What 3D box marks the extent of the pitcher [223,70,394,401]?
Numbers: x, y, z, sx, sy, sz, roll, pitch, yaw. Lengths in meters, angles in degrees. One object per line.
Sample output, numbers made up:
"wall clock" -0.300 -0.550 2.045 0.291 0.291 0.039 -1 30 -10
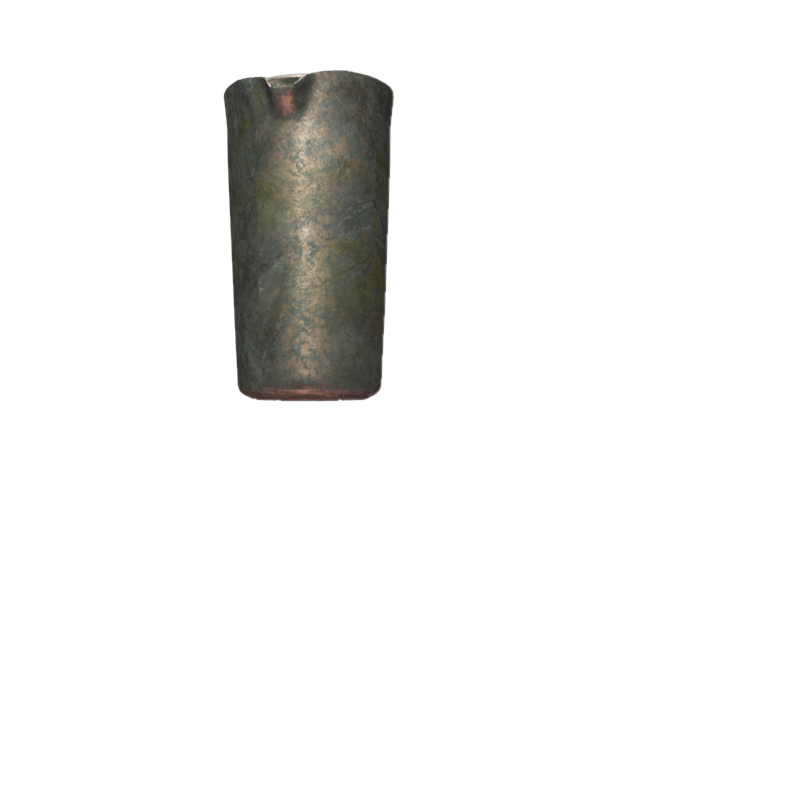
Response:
"pitcher" -0.067 -0.123 0.859 0.143 0.249 0.148 5 -10 -35
